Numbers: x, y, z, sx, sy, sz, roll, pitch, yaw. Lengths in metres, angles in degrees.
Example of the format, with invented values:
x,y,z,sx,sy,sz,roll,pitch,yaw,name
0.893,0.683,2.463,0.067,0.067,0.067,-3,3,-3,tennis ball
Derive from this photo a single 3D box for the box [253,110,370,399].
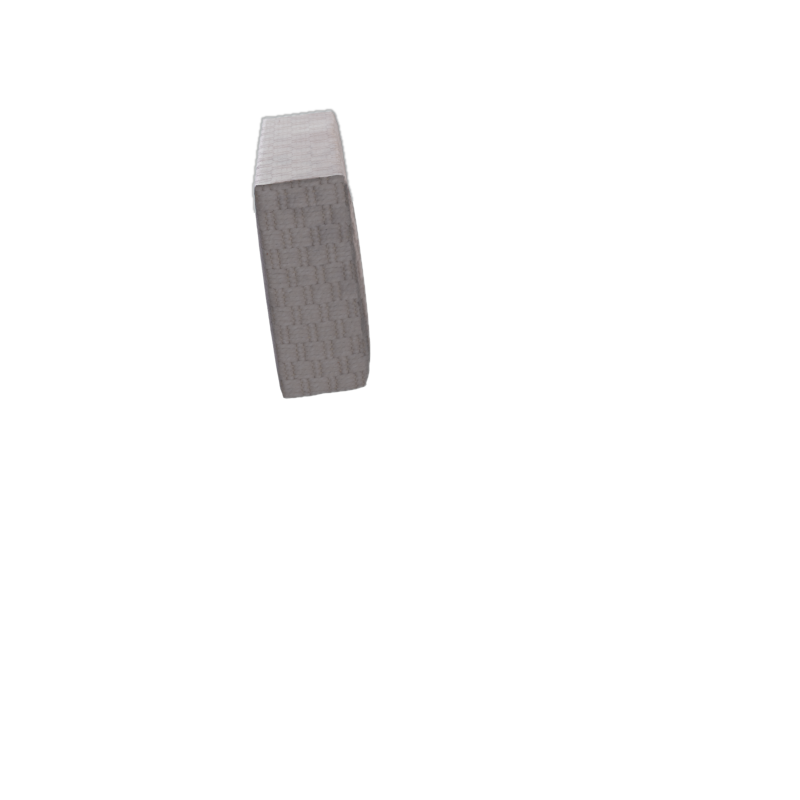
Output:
x,y,z,sx,sy,sz,roll,pitch,yaw,name
-0.068,-0.124,0.869,0.072,0.156,0.225,-7,24,-1,box
